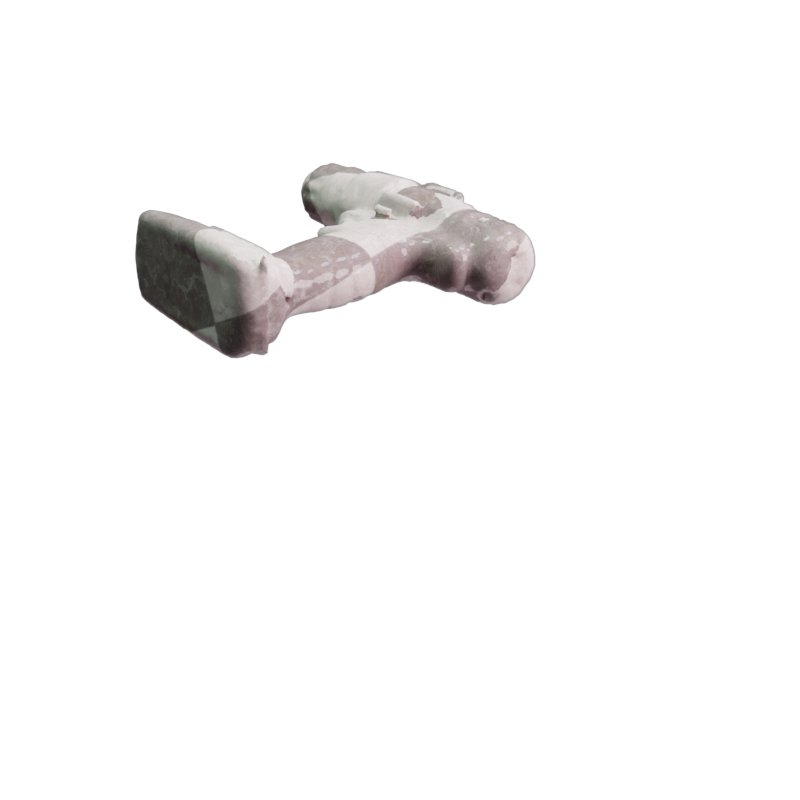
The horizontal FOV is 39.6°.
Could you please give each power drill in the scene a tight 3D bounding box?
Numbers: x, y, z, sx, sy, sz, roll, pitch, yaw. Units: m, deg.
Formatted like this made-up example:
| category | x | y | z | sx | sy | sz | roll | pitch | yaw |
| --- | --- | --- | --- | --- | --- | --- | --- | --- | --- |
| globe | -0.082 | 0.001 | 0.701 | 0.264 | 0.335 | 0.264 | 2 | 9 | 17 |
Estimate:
| category | x | y | z | sx | sy | sz | roll | pitch | yaw |
| --- | --- | --- | --- | --- | --- | --- | --- | --- | --- |
| power drill | -0.048 | -0.088 | 0.619 | 0.184 | 0.055 | 0.197 | -19 | 31 | -35 |
